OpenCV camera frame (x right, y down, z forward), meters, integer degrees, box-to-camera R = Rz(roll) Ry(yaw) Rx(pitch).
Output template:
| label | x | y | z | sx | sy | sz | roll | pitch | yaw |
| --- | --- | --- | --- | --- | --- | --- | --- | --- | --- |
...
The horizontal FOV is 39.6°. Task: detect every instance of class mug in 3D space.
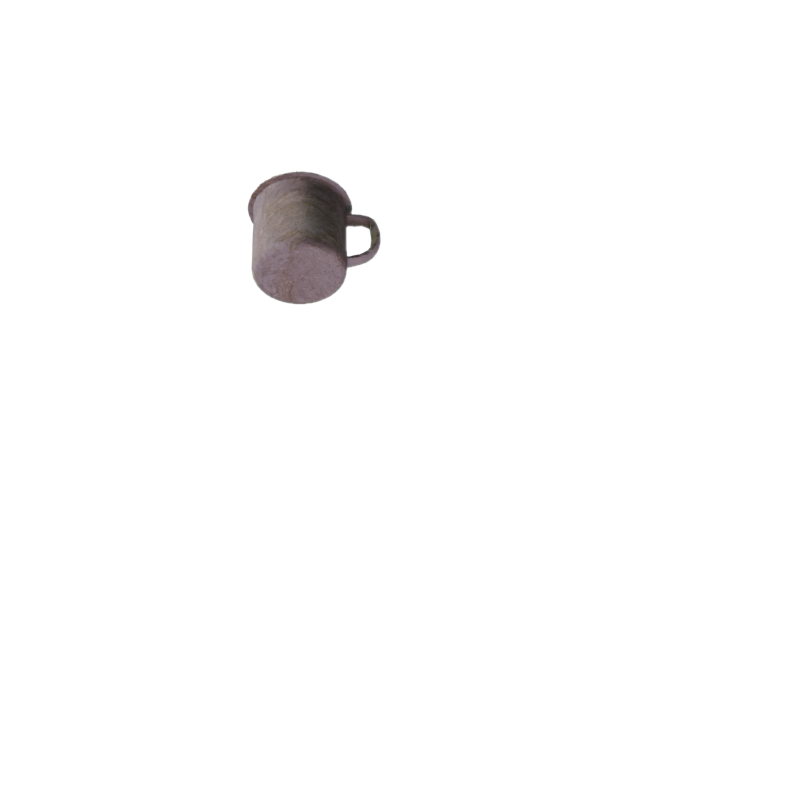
| label | x | y | z | sx | sy | sz | roll | pitch | yaw |
| --- | --- | --- | --- | --- | --- | --- | --- | --- | --- |
| mug | -0.076 | -0.138 | 0.965 | 0.117 | 0.087 | 0.087 | 1 | -39 | -2 |
